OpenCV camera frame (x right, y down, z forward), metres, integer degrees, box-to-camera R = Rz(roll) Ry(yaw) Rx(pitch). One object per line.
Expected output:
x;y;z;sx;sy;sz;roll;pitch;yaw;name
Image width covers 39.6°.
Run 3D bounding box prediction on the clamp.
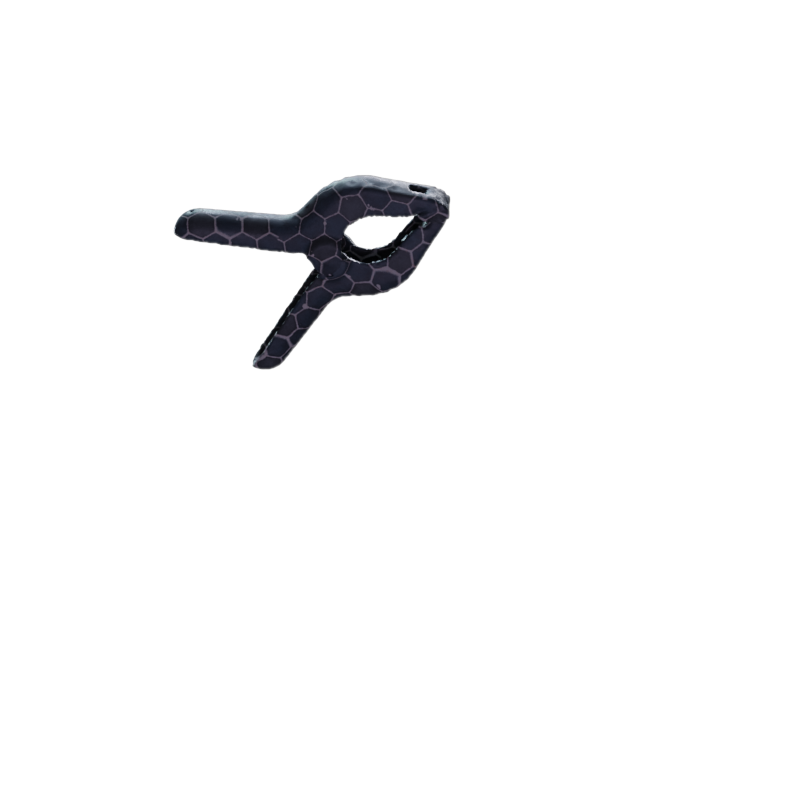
-0.055;-0.100;0.698;0.171;0.113;0.042;-30;26;16;clamp
